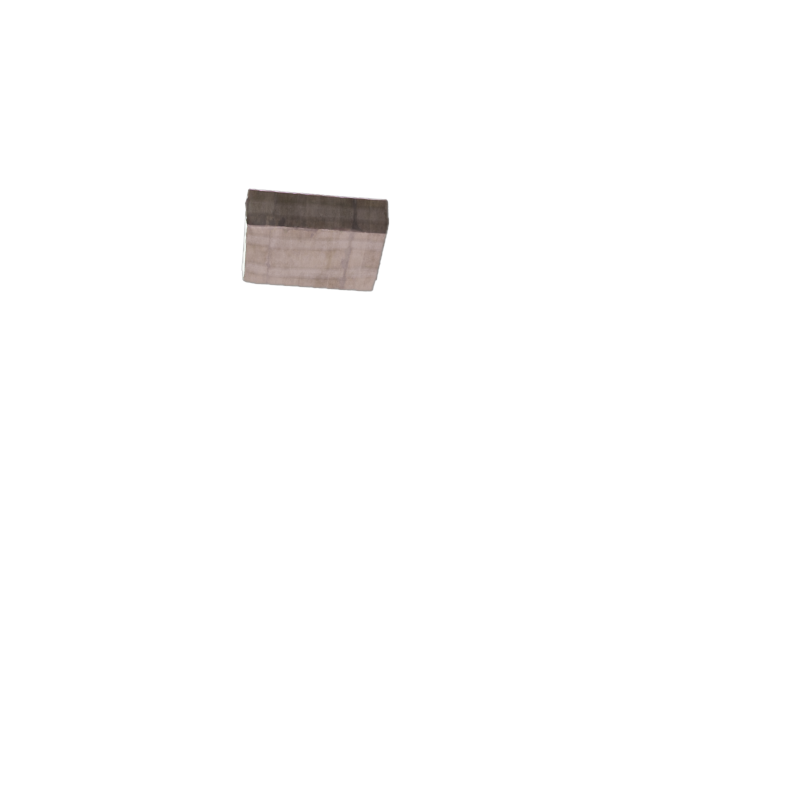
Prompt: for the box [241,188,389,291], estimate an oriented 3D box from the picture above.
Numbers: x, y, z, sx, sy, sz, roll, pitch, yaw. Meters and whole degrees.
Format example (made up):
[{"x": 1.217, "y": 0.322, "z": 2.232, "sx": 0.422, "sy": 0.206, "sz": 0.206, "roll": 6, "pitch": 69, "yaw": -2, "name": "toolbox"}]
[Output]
[{"x": -0.070, "y": -0.127, "z": 0.892, "sx": 0.113, "sy": 0.041, "sz": 0.085, "roll": 3, "pitch": -29, "yaw": -6, "name": "box"}]
